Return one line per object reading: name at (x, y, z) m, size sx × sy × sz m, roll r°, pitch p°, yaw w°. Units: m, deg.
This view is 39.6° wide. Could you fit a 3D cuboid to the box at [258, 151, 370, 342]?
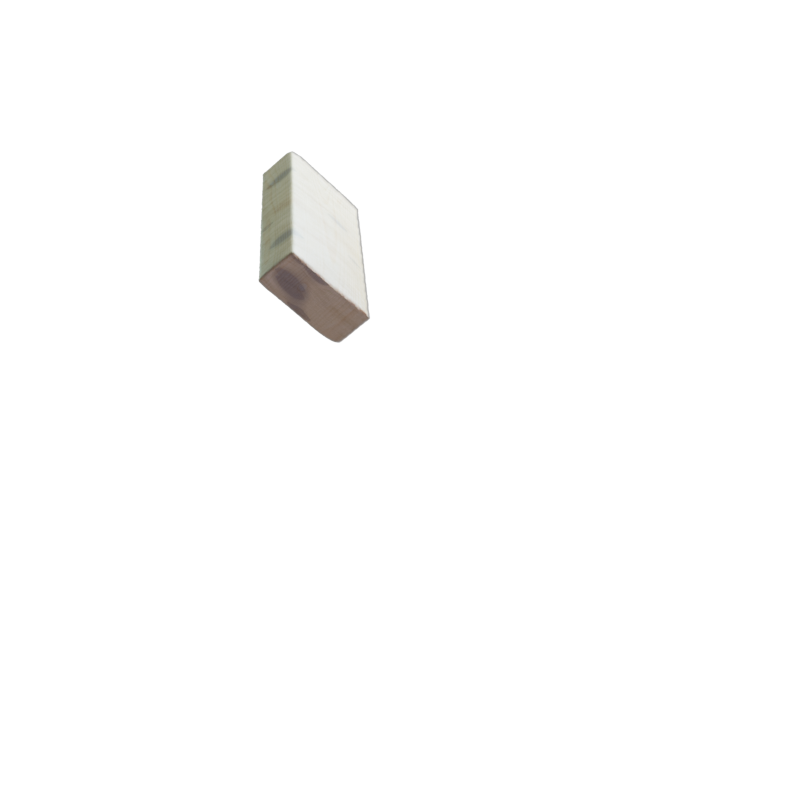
box at (-0.075, -0.137, 0.954) m, size 0.048 × 0.189 × 0.088 m, roll -37°, pitch -58°, yaw 24°
